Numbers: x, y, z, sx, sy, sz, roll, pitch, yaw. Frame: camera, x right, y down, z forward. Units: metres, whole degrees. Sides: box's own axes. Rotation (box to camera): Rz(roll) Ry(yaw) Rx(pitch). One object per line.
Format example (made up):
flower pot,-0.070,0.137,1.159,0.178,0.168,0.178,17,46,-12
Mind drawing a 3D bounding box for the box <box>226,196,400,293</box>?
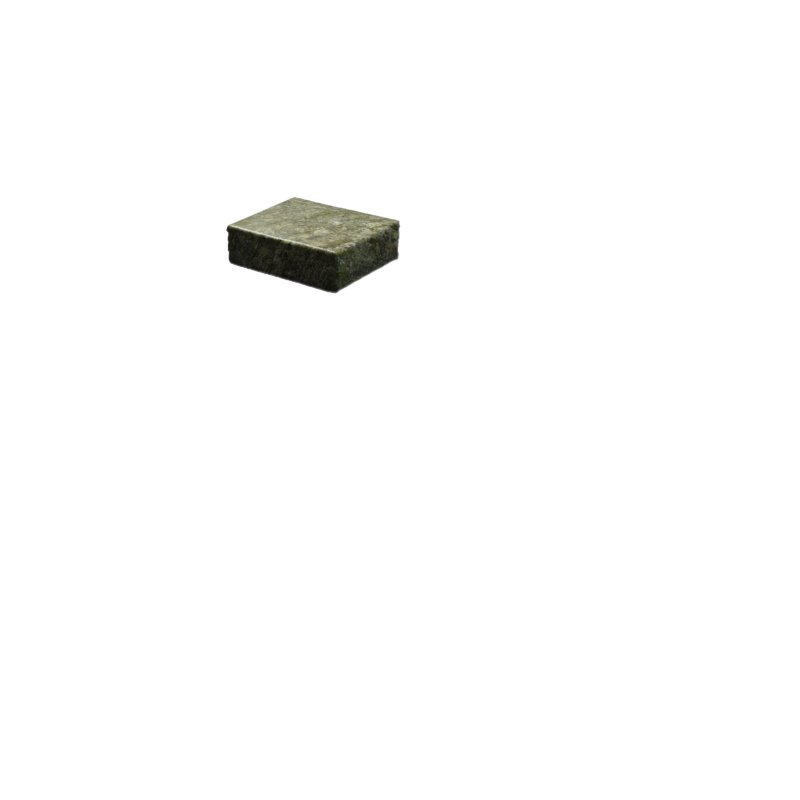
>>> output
box,-0.071,-0.129,0.901,0.120,0.037,0.090,19,34,30
